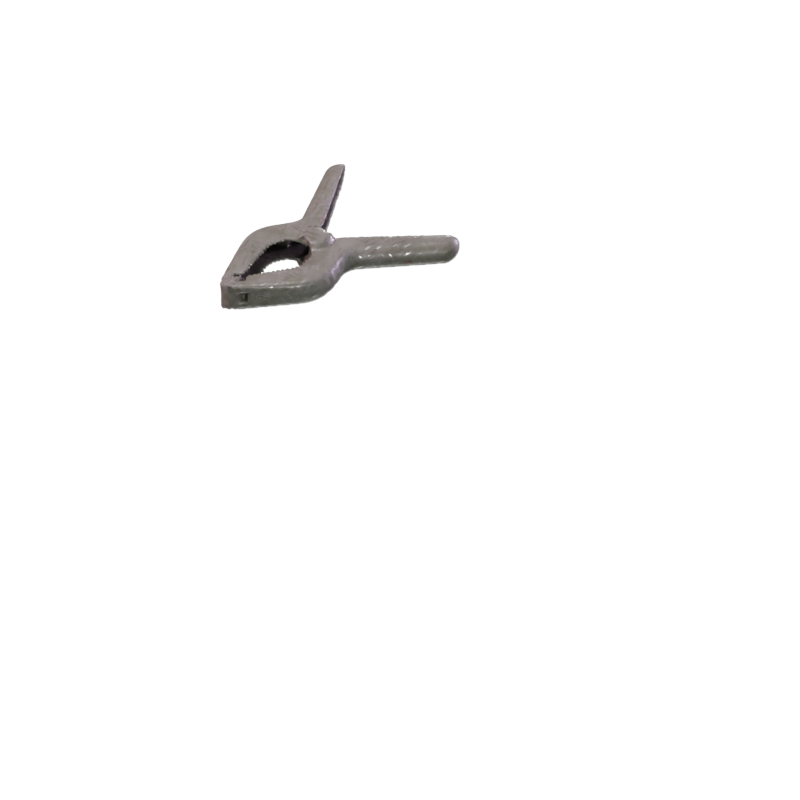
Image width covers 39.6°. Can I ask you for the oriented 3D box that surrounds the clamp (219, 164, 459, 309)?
[{"bbox_3d":[-0.077,-0.140,0.981,0.209,0.034,0.177,-25,48,-26],"label":"clamp"}]
